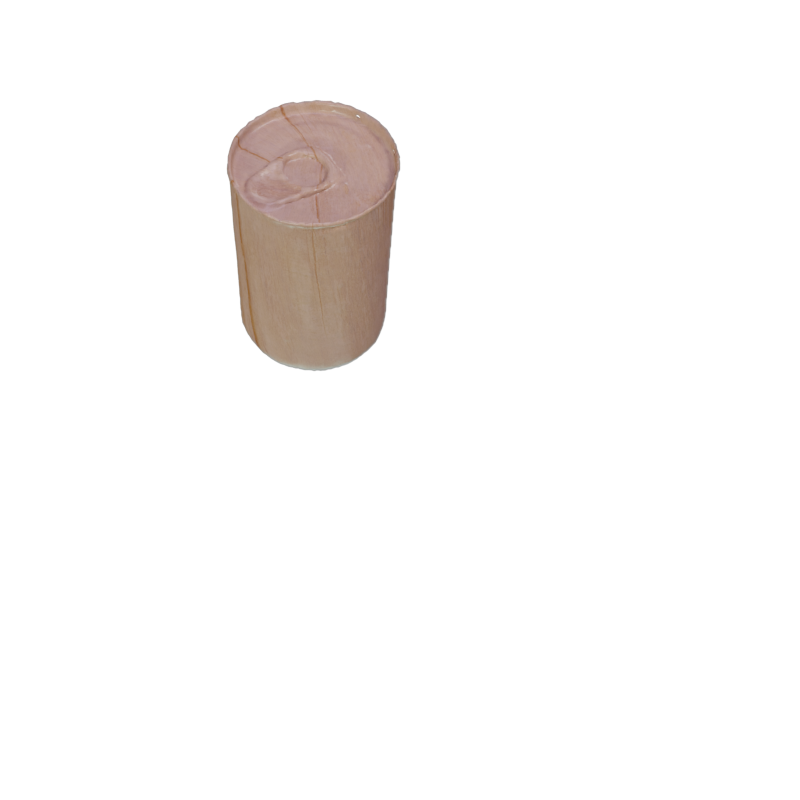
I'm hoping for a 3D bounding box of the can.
[{"bbox_3d":[-0.037,-0.067,0.472,0.068,0.073,0.095,0,-36,-3],"label":"can"}]
